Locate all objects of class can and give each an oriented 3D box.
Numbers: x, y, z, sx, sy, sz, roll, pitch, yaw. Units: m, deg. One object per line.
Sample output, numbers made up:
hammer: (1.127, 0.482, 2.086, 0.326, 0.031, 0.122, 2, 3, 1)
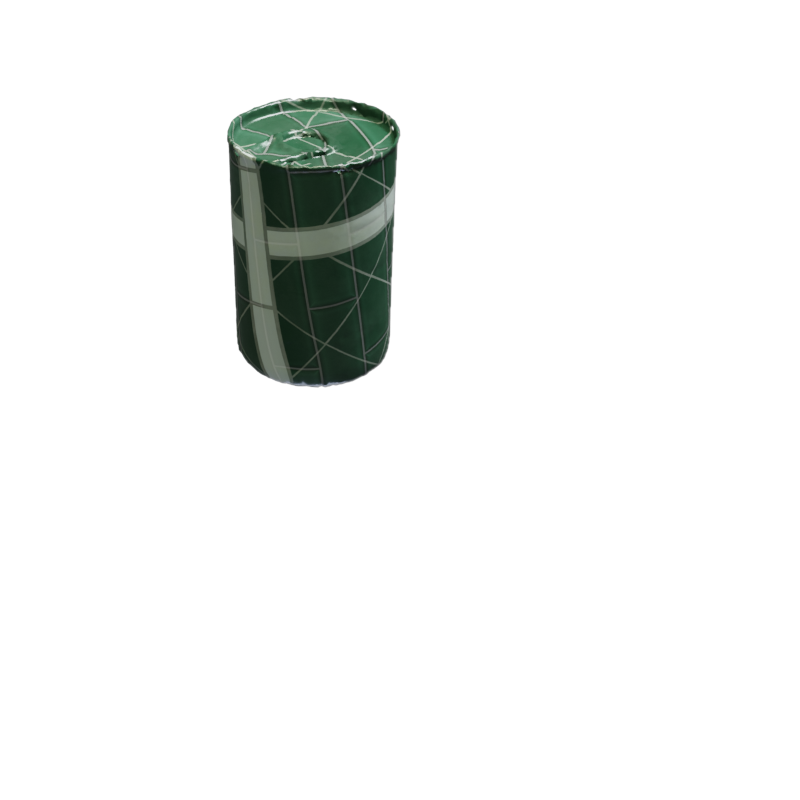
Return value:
can: (-0.036, -0.066, 0.459, 0.068, 0.096, 0.073, 0, 33, -3)
